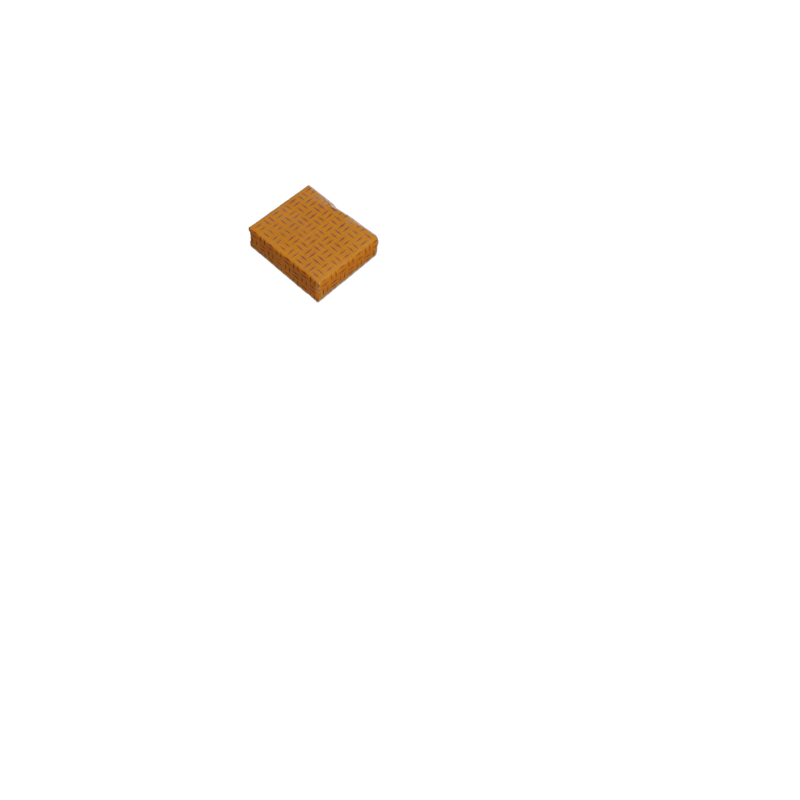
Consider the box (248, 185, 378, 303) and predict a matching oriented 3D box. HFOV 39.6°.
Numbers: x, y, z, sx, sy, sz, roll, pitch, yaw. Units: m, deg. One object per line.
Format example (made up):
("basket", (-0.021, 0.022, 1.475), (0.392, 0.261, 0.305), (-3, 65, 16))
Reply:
("box", (-0.075, -0.137, 0.963), (0.095, 0.028, 0.074), (39, 62, 24))
